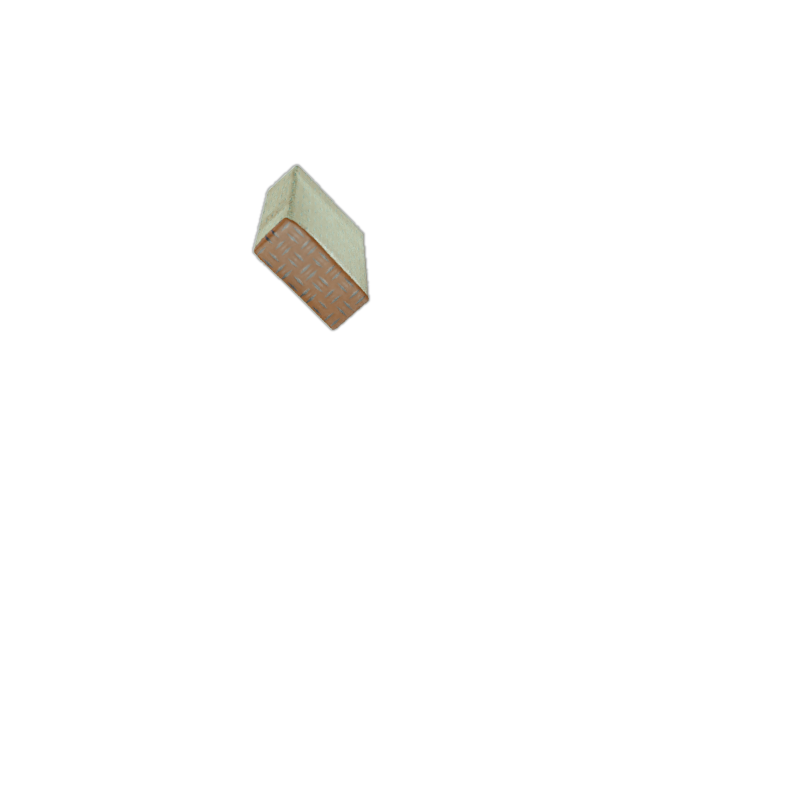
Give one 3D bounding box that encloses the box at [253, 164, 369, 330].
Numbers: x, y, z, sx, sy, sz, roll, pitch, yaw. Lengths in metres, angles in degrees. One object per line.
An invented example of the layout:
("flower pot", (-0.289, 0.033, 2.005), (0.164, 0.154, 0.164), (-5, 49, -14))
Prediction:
("box", (-0.072, -0.131, 0.923), (0.048, 0.090, 0.184), (-42, 18, 12))
